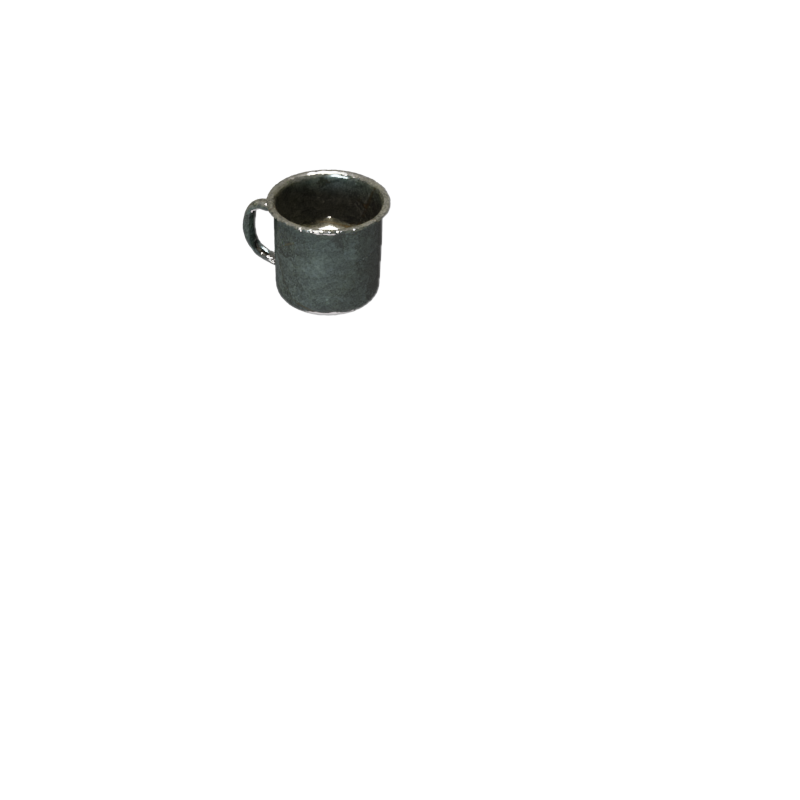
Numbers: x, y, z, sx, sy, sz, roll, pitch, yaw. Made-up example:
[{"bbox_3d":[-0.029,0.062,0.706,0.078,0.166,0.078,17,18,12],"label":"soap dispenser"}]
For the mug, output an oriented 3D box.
[{"bbox_3d":[-0.067,-0.121,0.851,0.120,0.076,0.097,12,38,14],"label":"mug"}]
